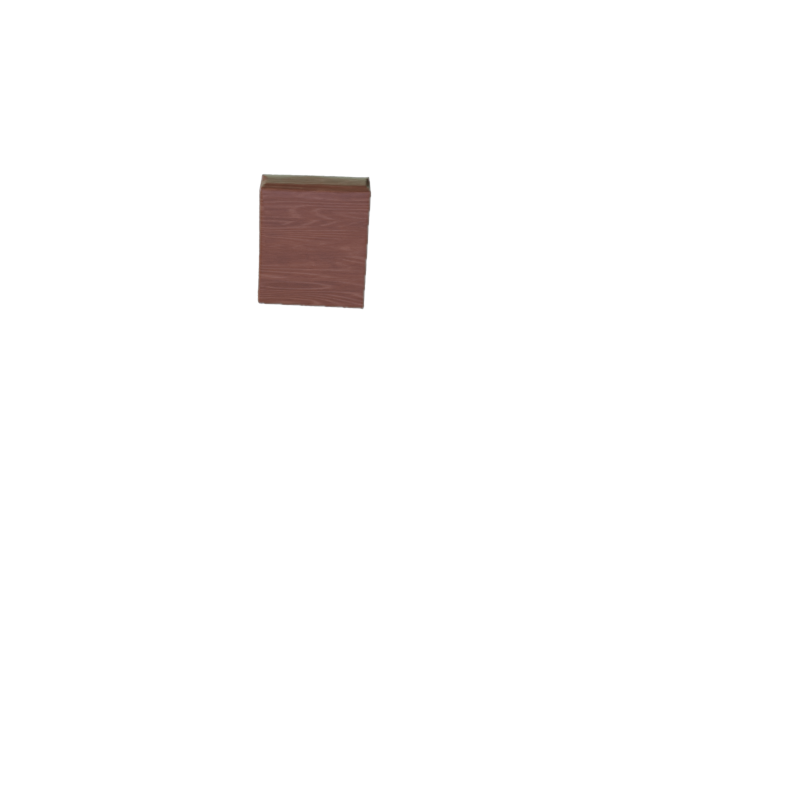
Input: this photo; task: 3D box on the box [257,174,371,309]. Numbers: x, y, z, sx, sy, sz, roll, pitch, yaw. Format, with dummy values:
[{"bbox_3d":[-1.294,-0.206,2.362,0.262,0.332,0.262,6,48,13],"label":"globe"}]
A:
[{"bbox_3d":[-0.059,-0.107,0.748,0.073,0.084,0.032,2,27,-2],"label":"box"}]
